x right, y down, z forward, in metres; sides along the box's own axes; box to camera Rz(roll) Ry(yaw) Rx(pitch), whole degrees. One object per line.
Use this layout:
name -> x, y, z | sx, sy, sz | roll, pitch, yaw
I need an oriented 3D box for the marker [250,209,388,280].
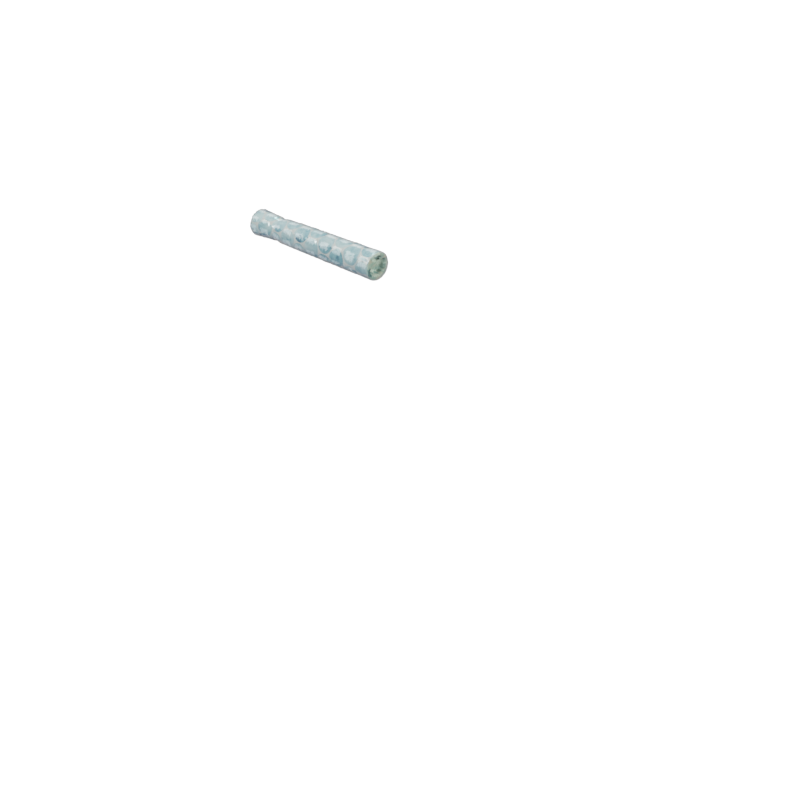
marker -> -0.057, -0.103, 0.724 | 0.019, 0.019, 0.129 | -4, 22, -44
